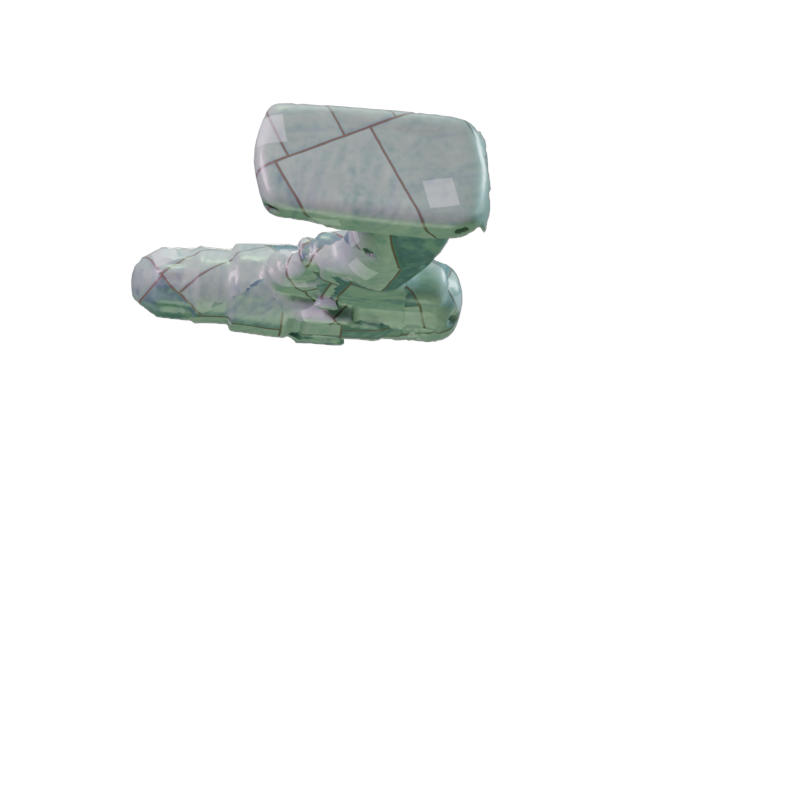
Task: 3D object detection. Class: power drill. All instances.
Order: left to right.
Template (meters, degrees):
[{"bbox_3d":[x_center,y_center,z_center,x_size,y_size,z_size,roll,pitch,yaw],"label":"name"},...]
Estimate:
[{"bbox_3d":[-0.044,-0.080,0.559,0.182,0.060,0.182,3,-16,-9],"label":"power drill"}]
